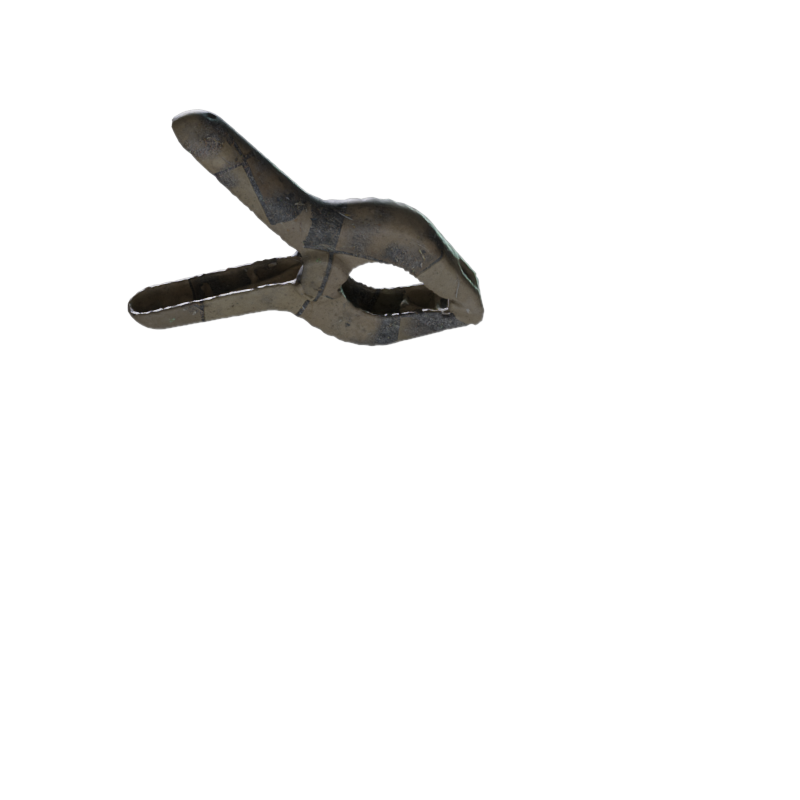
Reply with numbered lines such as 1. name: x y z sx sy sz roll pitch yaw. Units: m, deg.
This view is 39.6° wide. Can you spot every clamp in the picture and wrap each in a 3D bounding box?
1. clamp: -0.041 -0.074 0.522 0.170 0.113 0.042 6 44 -6
